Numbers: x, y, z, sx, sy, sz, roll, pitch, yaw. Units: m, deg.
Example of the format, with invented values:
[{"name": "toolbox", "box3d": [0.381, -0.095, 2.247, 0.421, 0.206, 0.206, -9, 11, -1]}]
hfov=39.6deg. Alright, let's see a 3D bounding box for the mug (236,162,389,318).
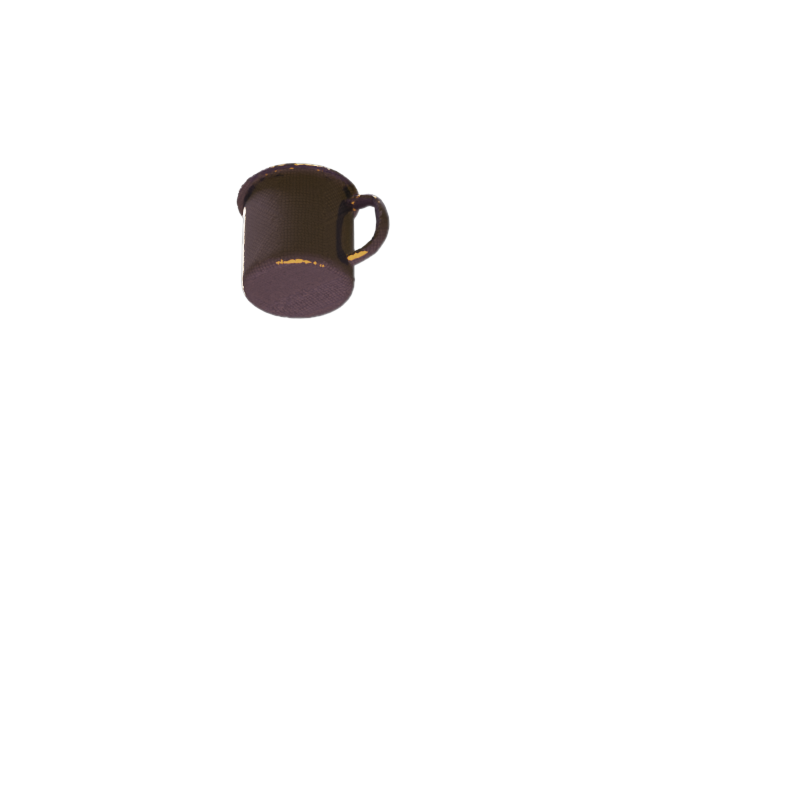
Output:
[{"name": "mug", "box3d": [-0.063, -0.115, 0.805, 0.119, 0.087, 0.086, -12, -33, 17]}]
